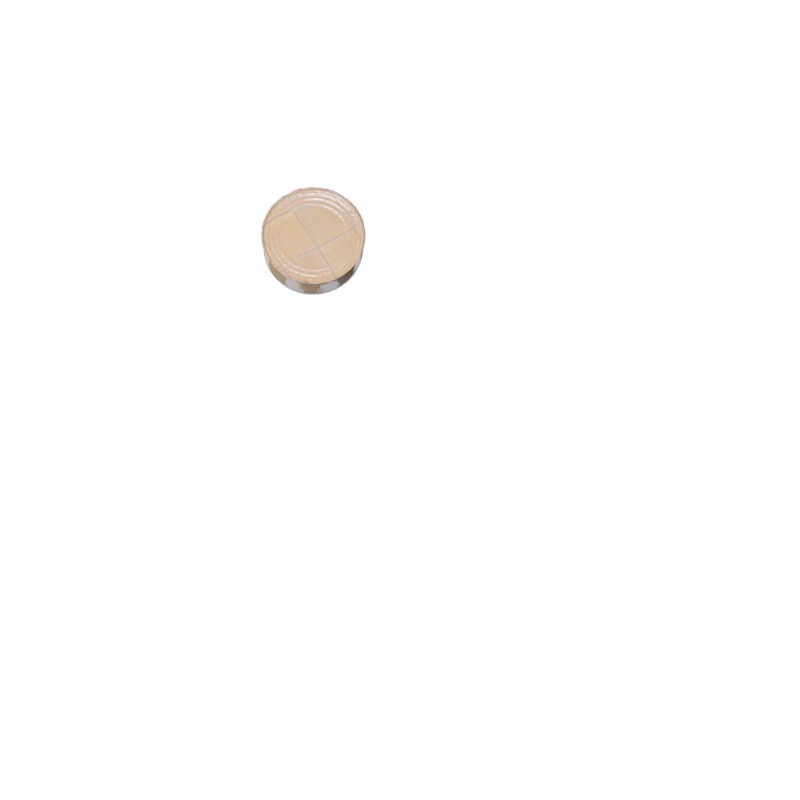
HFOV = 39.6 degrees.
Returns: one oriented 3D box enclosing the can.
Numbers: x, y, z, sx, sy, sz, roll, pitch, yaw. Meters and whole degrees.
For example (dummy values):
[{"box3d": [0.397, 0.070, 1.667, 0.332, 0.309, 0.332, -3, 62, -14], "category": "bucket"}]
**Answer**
[{"box3d": [-0.072, -0.132, 0.925, 0.086, 0.090, 0.032, -1, -20, -1], "category": "can"}]
